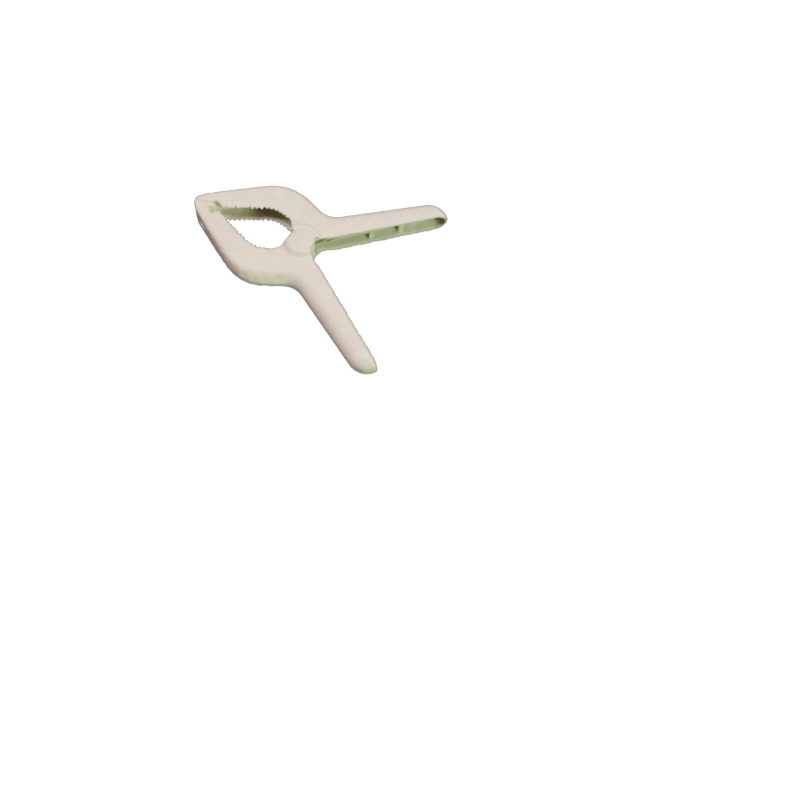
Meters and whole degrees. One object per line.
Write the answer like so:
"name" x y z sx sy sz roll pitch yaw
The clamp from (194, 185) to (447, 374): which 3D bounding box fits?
"clamp" -0.073 -0.134 0.938 0.217 0.169 0.034 28 -25 14
